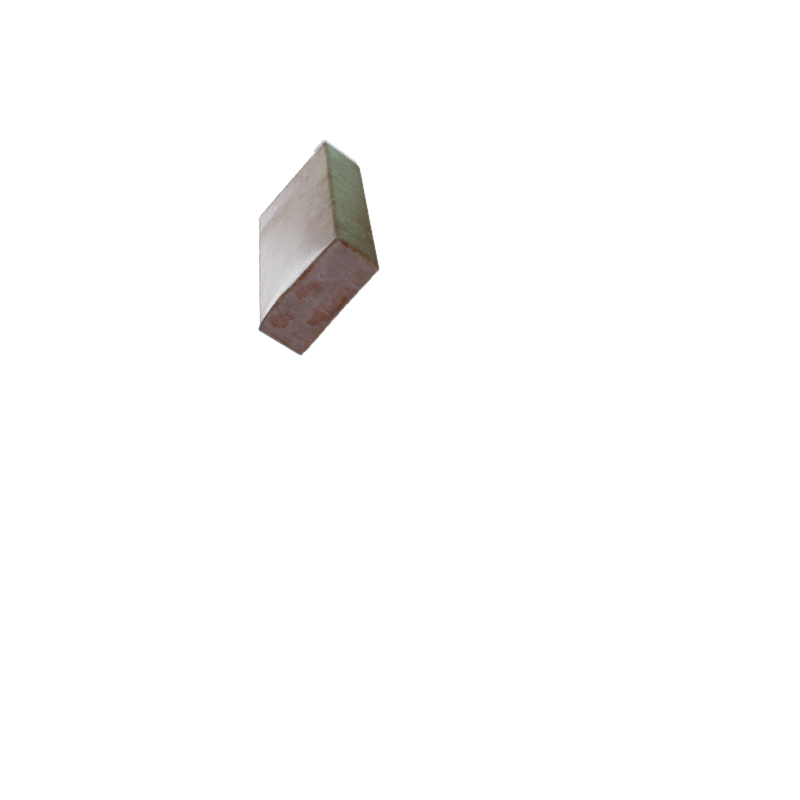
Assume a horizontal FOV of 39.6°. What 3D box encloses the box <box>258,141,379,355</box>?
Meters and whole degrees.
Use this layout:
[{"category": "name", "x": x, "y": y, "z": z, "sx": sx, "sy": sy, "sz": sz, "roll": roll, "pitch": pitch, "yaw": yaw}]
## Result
[{"category": "box", "x": -0.066, "y": -0.121, "z": 0.845, "sx": 0.046, "sy": 0.092, "sz": 0.188, "roll": 35, "pitch": 24, "yaw": -23}]
